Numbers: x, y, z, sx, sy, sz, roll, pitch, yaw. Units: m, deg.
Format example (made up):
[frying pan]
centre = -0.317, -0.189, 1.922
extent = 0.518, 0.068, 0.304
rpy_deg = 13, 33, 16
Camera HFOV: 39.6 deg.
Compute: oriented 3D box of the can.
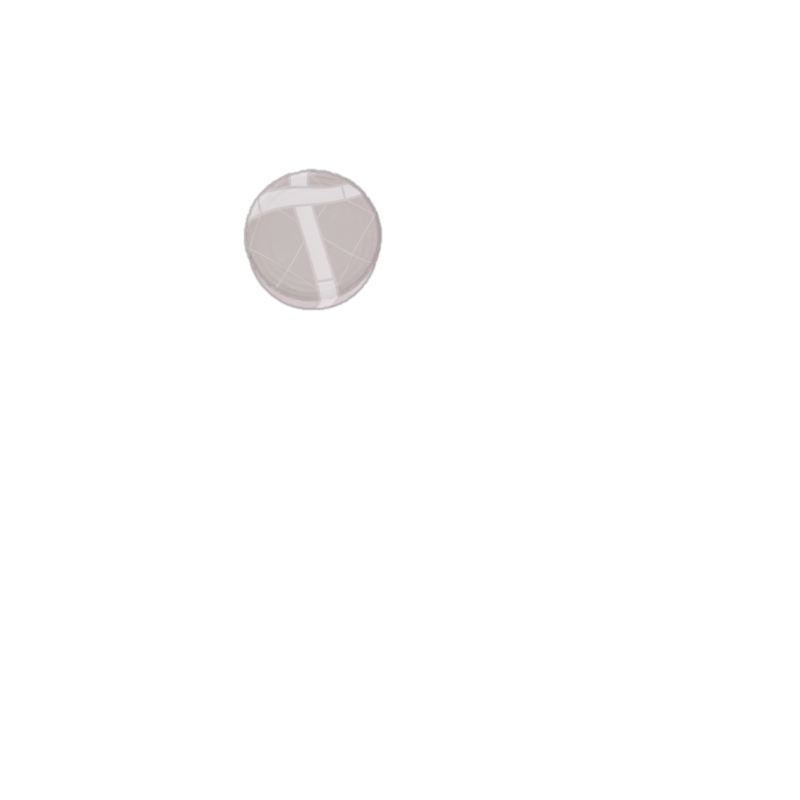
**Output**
[can]
centre = -0.056, -0.102, 0.713
extent = 0.086, 0.089, 0.032
rpy_deg = 0, -14, -1
